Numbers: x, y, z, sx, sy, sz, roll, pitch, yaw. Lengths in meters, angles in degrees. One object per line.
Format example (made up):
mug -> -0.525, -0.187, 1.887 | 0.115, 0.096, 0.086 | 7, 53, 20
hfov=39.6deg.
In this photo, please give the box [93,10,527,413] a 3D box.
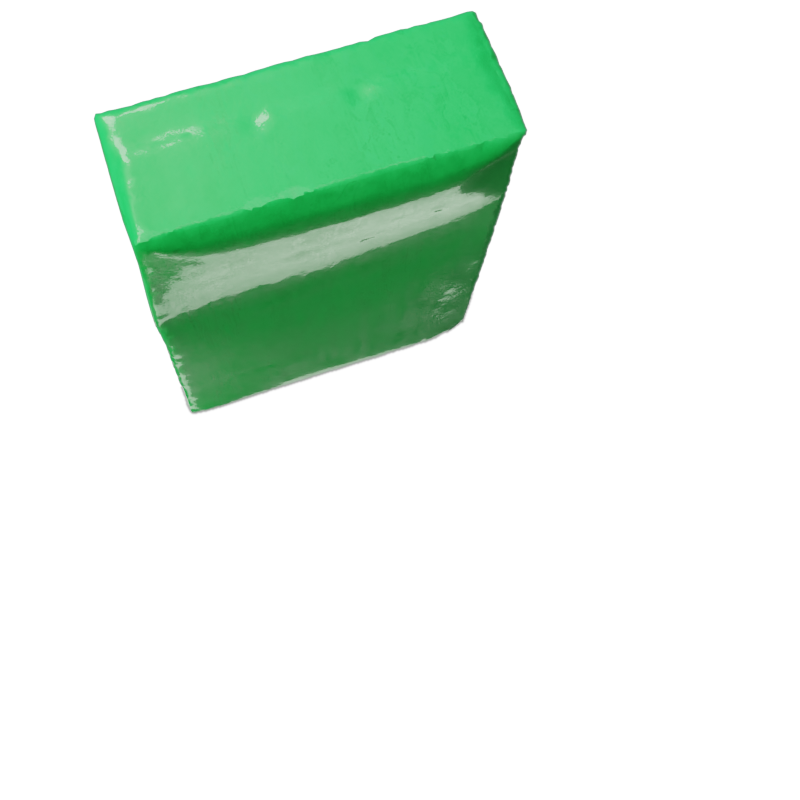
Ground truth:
box -> -0.041, -0.075, 0.528 | 0.163, 0.076, 0.204 | -18, -16, -9
